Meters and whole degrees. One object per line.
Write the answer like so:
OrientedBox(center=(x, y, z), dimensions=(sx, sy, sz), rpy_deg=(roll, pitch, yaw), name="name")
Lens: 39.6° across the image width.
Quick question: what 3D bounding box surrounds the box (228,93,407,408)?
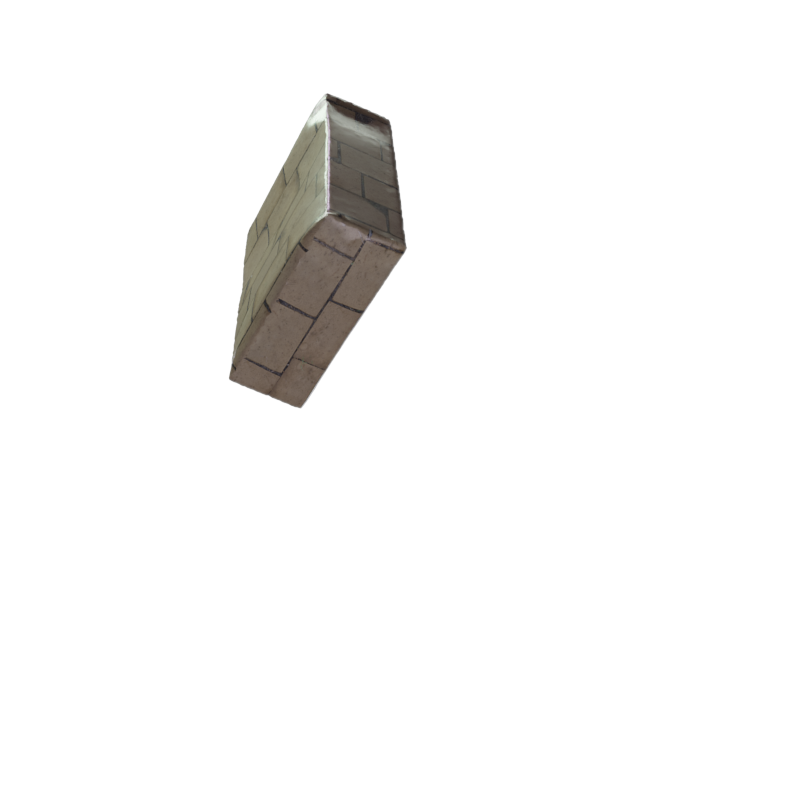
OrientedBox(center=(-0.069, -0.126, 0.885), dimensions=(0.069, 0.159, 0.229), rpy_deg=(23, 31, -20), name="box")
